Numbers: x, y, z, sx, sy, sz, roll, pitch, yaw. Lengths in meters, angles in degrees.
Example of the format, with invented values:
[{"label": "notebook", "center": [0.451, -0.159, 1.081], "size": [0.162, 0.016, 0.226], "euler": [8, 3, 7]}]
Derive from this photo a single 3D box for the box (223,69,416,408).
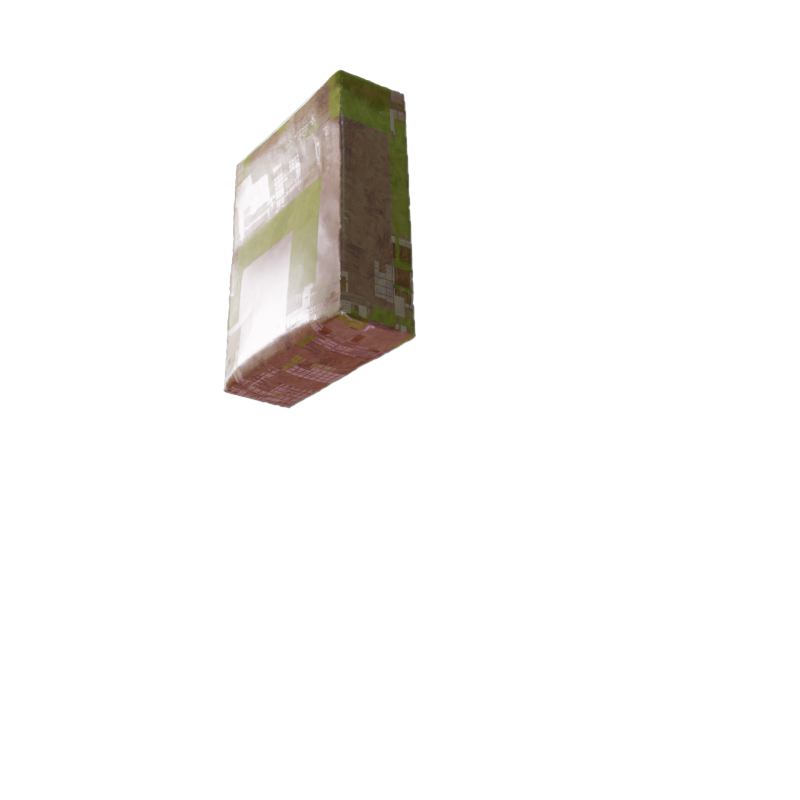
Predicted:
[{"label": "box", "center": [-0.067, -0.123, 0.860], "size": [0.068, 0.227, 0.163], "euler": [18, -32, -33]}]
